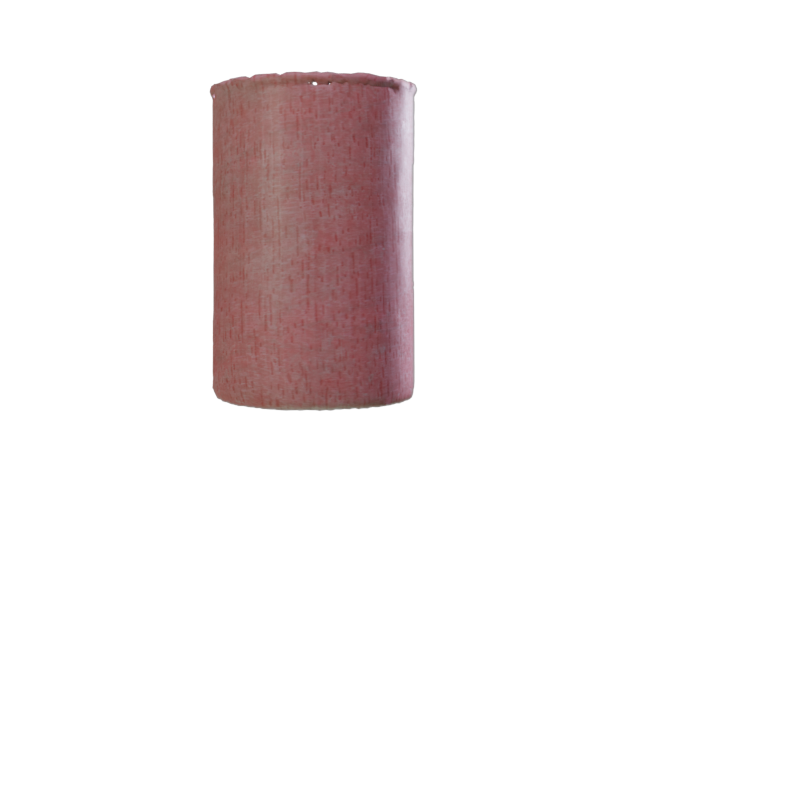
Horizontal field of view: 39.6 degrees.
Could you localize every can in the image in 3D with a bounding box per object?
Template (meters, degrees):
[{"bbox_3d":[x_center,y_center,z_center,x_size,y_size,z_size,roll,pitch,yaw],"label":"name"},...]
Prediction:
[{"bbox_3d":[-0.029,-0.052,0.365,0.068,0.102,0.069,0,2,-2],"label":"can"}]
